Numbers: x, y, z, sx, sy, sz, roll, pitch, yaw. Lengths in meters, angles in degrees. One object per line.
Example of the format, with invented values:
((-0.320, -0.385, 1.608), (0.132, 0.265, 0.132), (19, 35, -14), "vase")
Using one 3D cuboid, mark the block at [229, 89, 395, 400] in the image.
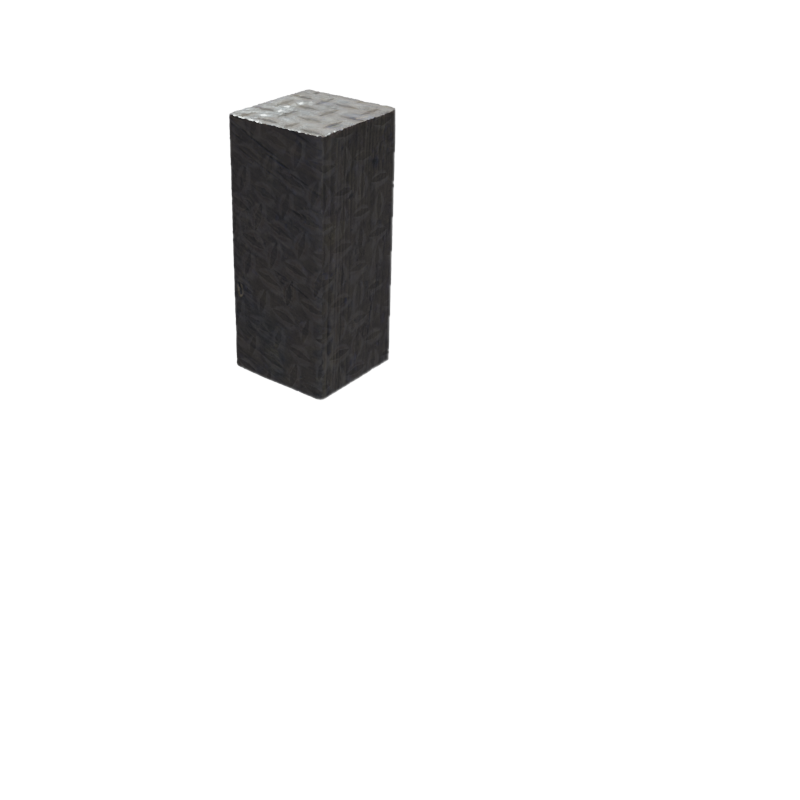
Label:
((-0.065, -0.120, 0.839), (0.095, 0.196, 0.090), (19, 30, 34), "block")
